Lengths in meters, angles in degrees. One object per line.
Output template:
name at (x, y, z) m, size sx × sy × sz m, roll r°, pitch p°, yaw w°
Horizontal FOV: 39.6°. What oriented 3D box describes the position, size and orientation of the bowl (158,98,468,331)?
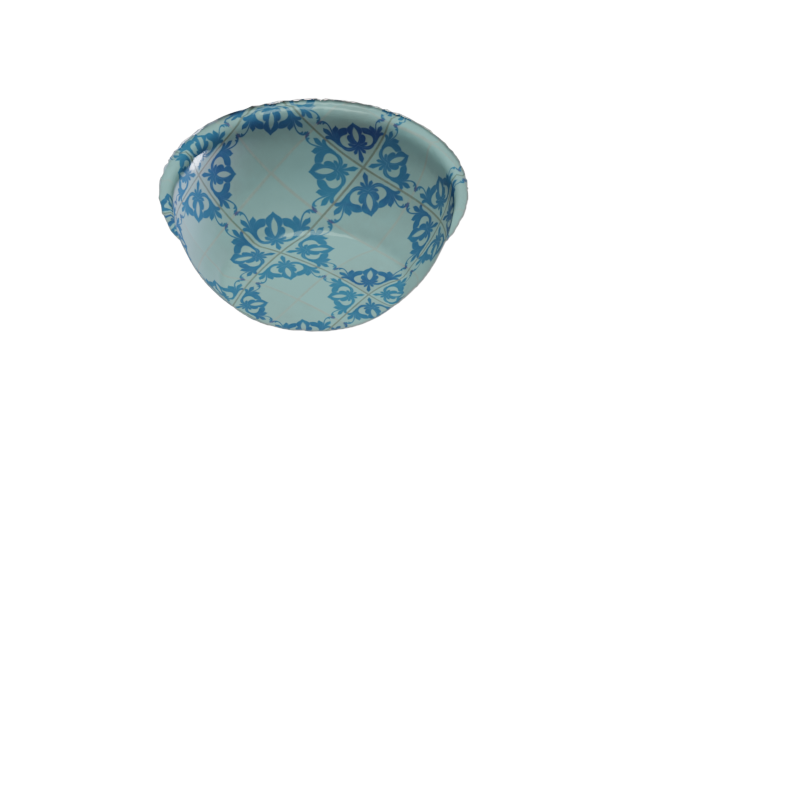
bowl at (-0.044, -0.081, 0.567) m, size 0.162 × 0.059 × 0.152 m, roll 1°, pitch -30°, yaw -2°
